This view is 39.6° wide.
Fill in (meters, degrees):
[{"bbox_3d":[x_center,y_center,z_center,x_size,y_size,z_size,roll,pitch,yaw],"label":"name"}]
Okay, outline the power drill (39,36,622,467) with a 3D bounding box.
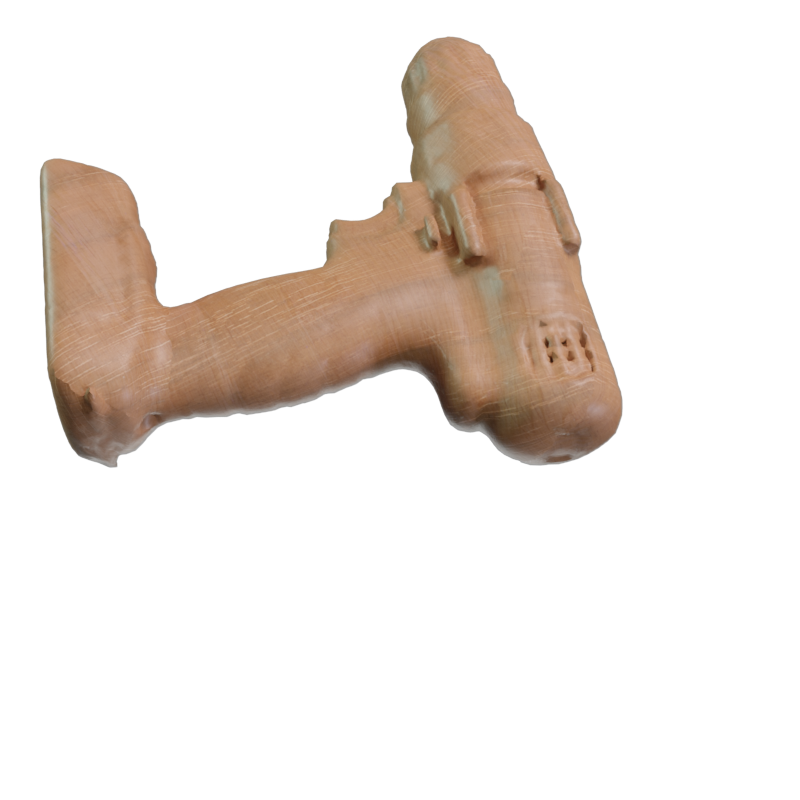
[{"bbox_3d":[-0.031,-0.057,0.398,0.186,0.199,0.054,-8,-35,-6],"label":"power drill"}]
